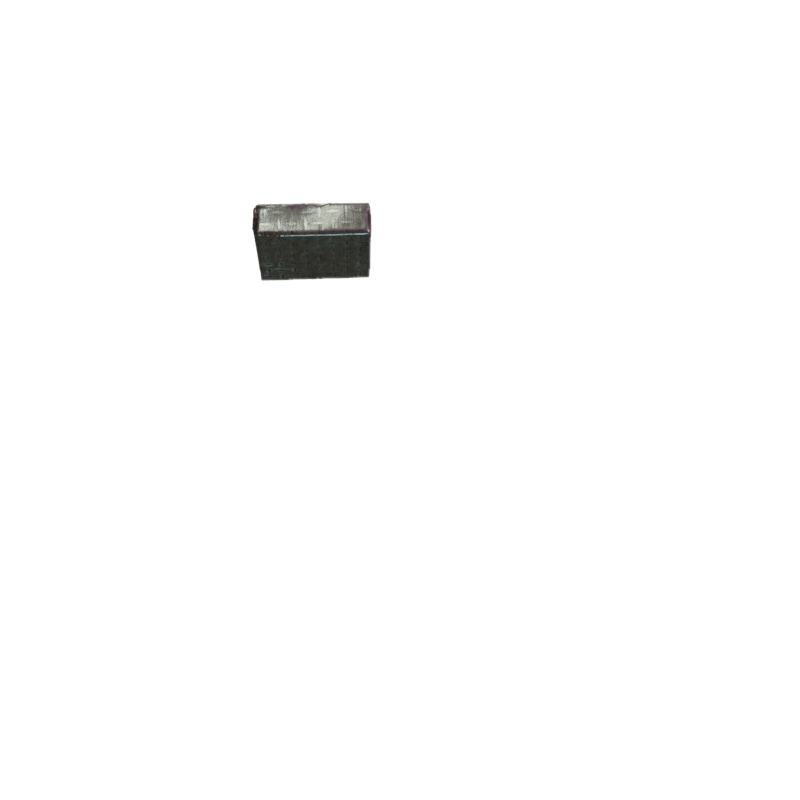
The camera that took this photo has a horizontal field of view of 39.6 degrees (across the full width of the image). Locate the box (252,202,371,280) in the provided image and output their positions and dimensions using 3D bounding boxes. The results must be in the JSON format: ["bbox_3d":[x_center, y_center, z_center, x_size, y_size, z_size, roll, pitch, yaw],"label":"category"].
[{"bbox_3d":[-0.067,-0.123,0.859,0.089,0.032,0.069,0,-24,0],"label":"box"}]
